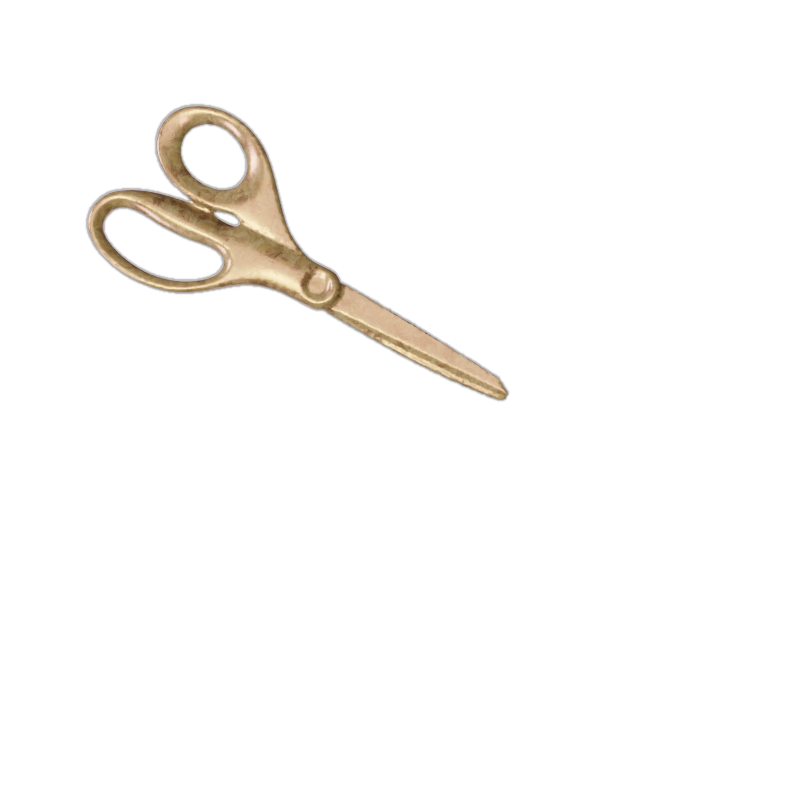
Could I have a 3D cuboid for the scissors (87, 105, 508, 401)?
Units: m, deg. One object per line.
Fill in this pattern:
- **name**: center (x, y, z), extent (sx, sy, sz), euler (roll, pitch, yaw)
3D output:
- **scissors**: center (-0.039, -0.072, 0.502), extent (0.202, 0.098, 0.015), euler (15, -8, 2)
